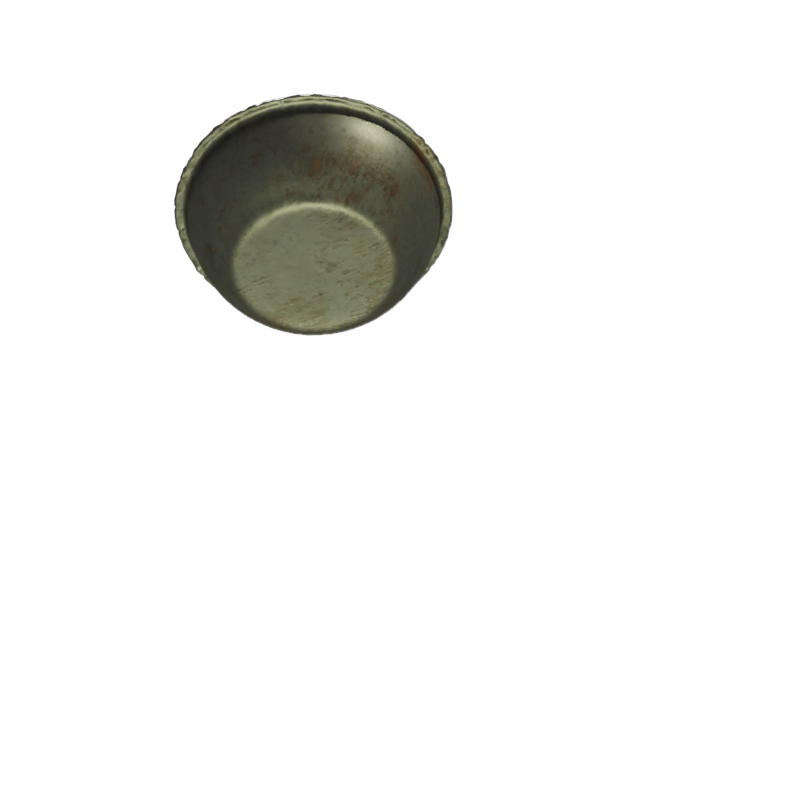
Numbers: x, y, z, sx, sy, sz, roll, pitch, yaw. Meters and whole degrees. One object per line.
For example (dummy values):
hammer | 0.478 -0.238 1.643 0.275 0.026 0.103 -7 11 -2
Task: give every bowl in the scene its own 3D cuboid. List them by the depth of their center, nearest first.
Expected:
bowl | -0.049 -0.089 0.626 0.162 0.151 0.059 1 40 -1
